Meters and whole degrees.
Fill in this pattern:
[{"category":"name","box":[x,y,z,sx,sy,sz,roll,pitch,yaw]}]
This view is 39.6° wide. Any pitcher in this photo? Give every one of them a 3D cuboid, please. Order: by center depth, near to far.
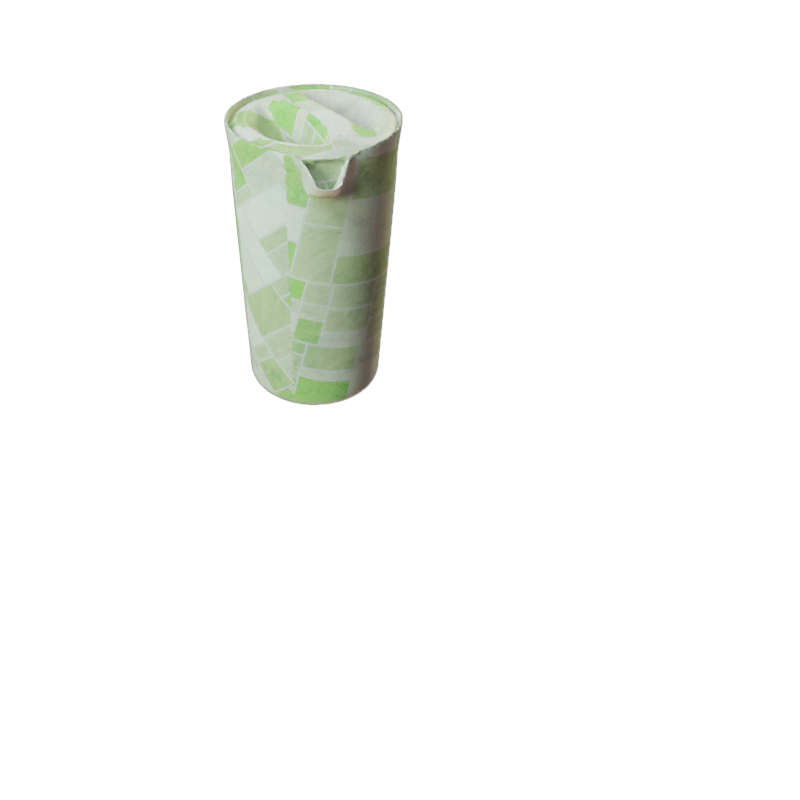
[{"category":"pitcher","box":[-0.070,-0.128,0.894,0.153,0.228,0.151,22,38,27]}]
